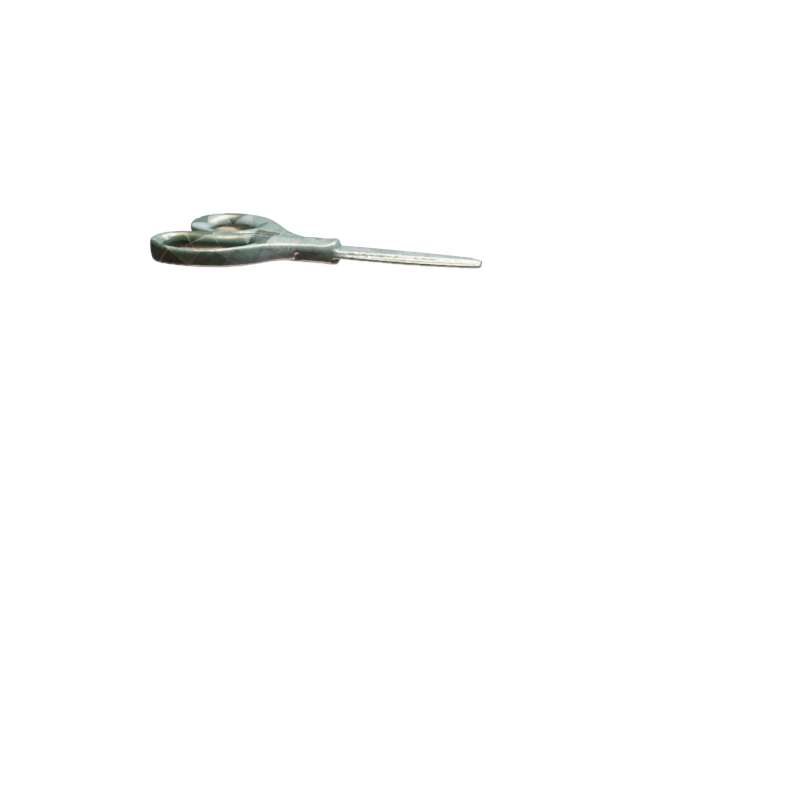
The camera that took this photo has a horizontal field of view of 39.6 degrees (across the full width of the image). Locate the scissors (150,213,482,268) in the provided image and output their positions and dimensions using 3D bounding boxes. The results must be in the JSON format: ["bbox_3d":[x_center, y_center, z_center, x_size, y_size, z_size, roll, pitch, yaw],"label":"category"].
[{"bbox_3d":[-0.055,-0.100,0.700,0.202,0.015,0.101,0,24,1],"label":"scissors"}]
